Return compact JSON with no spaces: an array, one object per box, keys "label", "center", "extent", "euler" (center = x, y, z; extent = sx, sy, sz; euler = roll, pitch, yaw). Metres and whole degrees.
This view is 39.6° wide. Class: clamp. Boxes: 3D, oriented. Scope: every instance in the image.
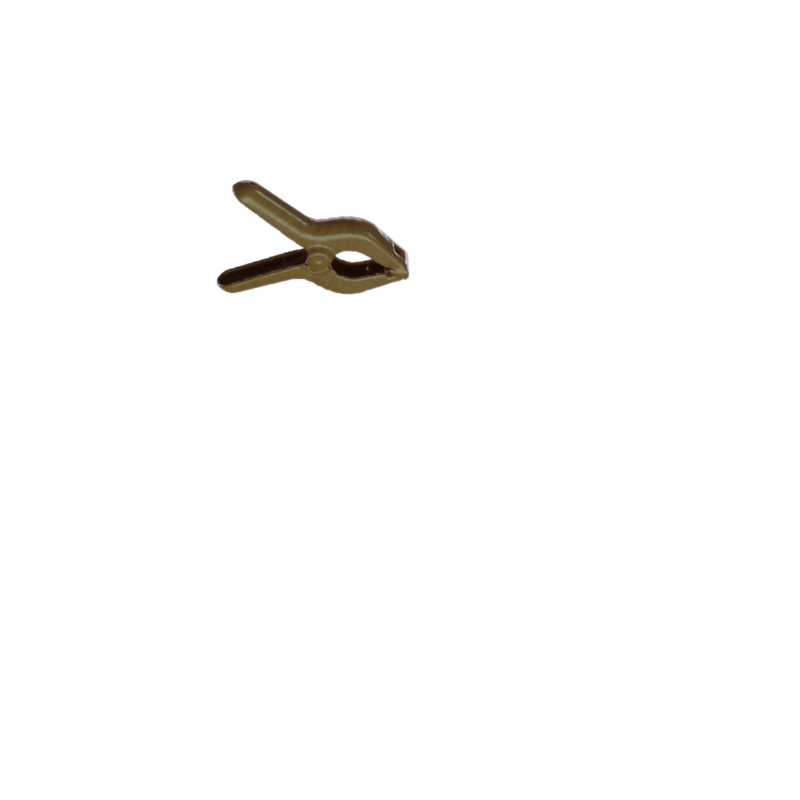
[{"label":"clamp","center":[-0.076,-0.138,0.965],"extent":[0.171,0.042,0.112],"euler":[1,-40,-2]}]
